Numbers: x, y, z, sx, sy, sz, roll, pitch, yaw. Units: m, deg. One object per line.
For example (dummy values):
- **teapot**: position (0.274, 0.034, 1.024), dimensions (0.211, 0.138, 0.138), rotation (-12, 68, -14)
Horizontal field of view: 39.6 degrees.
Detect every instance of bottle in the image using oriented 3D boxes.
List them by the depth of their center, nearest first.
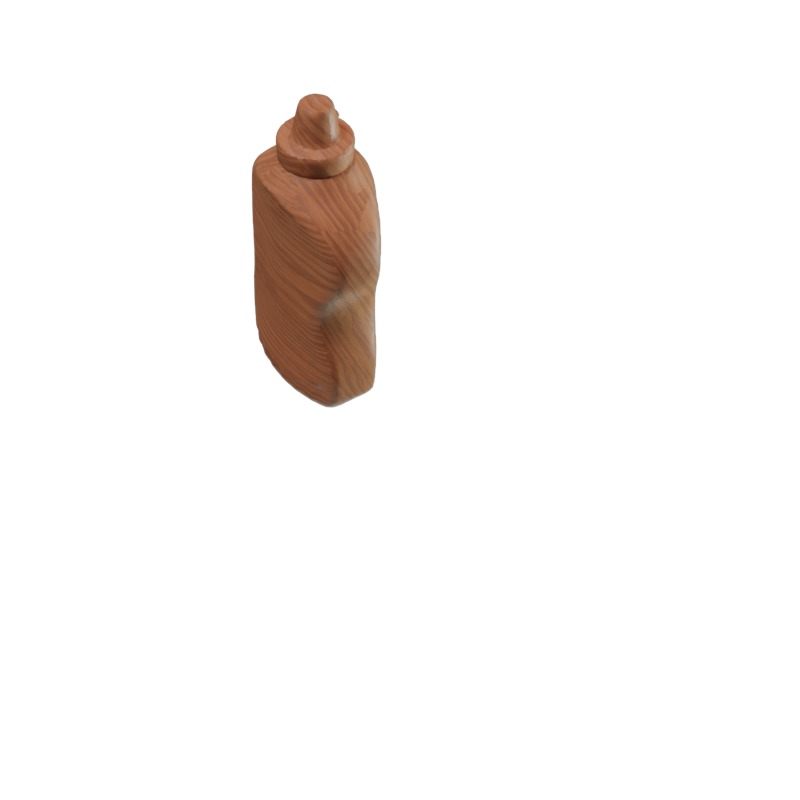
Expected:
- **bottle**: position (-0.048, -0.089, 0.621), dimensions (0.058, 0.179, 0.104), rotation (-21, 53, -21)
